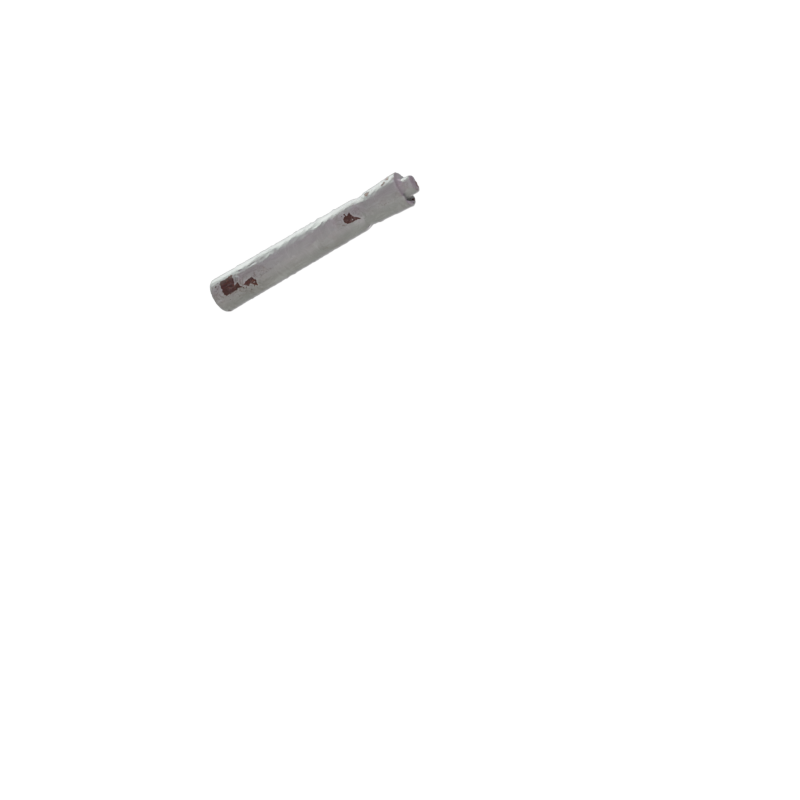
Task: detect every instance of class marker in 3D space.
[{"bbox_3d":[-0.043,-0.079,0.551,0.121,0.020,0.019,-27,-7,23],"label":"marker"}]
